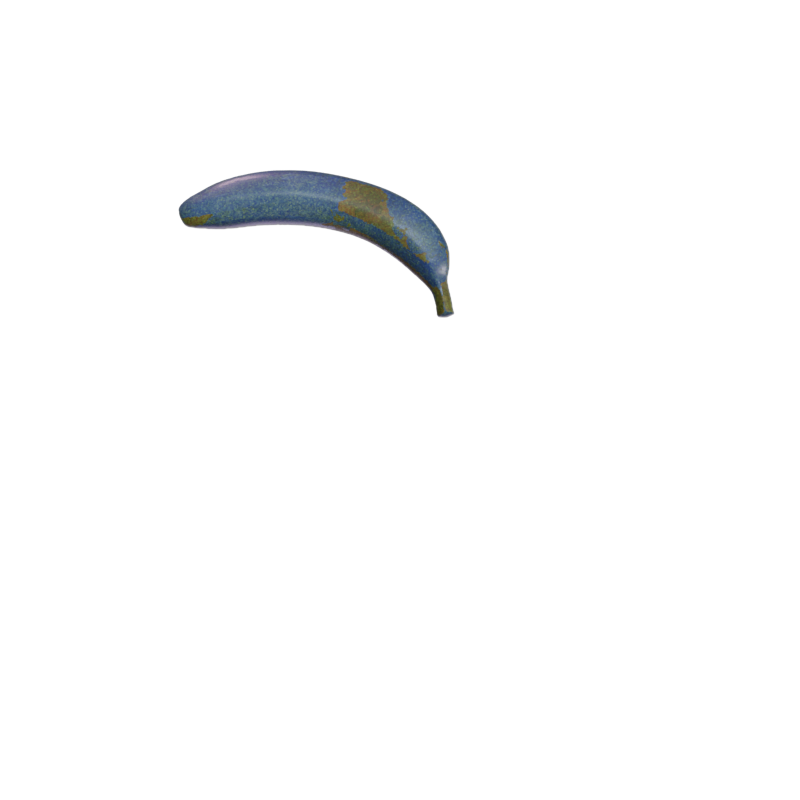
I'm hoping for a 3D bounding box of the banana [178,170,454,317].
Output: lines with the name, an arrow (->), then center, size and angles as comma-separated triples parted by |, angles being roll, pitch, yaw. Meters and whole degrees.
banana -> -0.048, -0.120, 0.745 | 0.202, 0.072, 0.035 | 20, -24, 9
